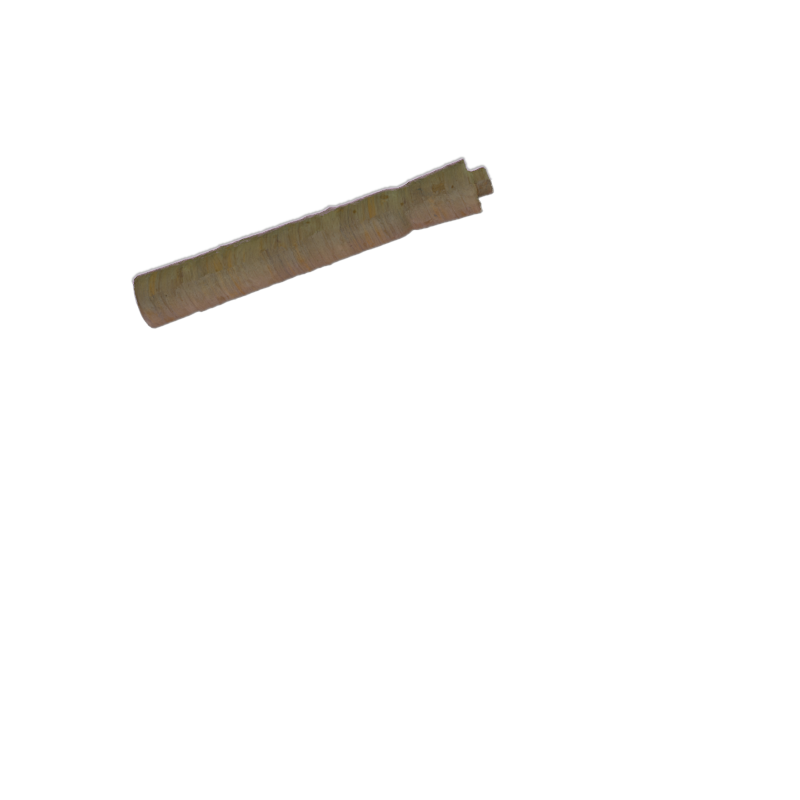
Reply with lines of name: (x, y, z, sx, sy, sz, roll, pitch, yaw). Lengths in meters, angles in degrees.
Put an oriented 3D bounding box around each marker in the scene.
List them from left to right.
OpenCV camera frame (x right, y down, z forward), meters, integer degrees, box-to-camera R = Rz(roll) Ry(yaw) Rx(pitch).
marker: (-0.028, -0.052, 0.362, 0.121, 0.020, 0.020, -19, 2, 6)
